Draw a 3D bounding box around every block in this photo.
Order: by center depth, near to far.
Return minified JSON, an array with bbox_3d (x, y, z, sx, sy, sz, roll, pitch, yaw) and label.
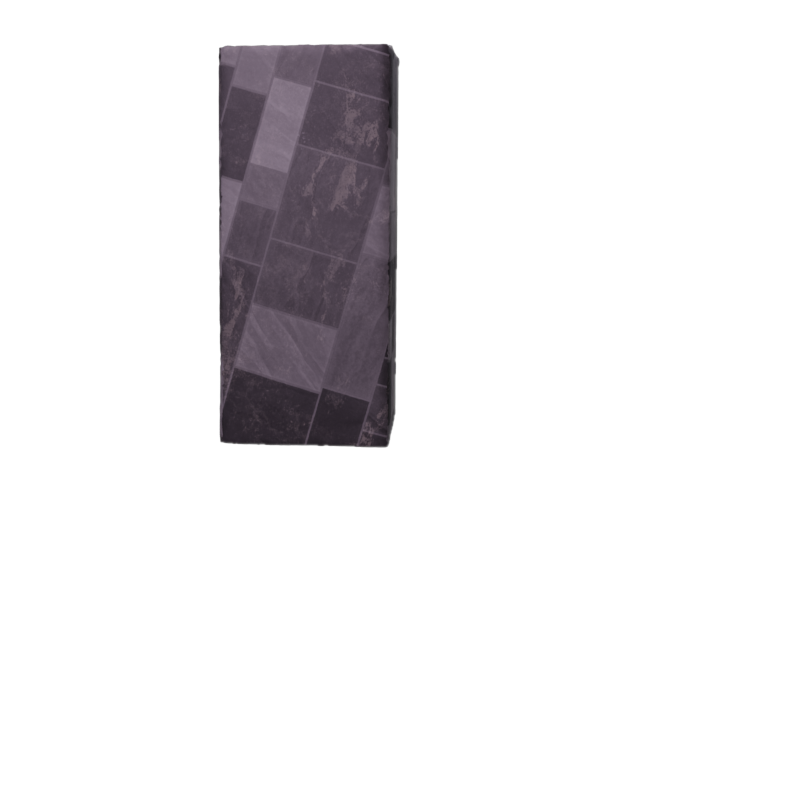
[{"bbox_3d":[-0.047,-0.087,0.608,0.091,0.204,0.091,1,5,5],"label":"block"}]
